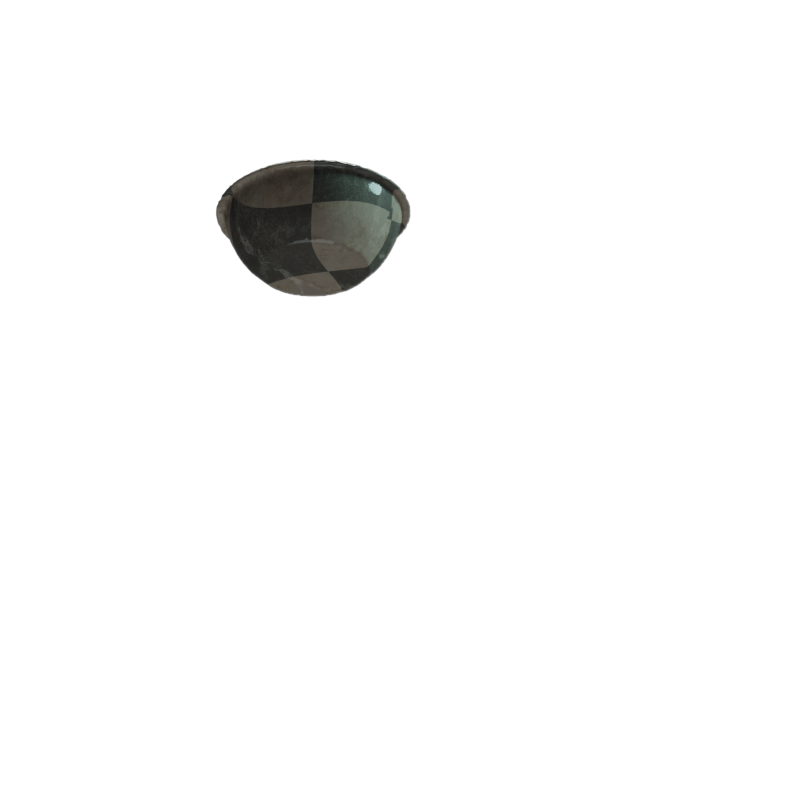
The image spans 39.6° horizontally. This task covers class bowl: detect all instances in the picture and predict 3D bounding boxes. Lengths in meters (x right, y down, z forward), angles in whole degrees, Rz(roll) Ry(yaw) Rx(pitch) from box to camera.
[{"bbox_3d":[-0.071,-0.130,0.910,0.162,0.058,0.153,1,-25,-2],"label":"bowl"}]
